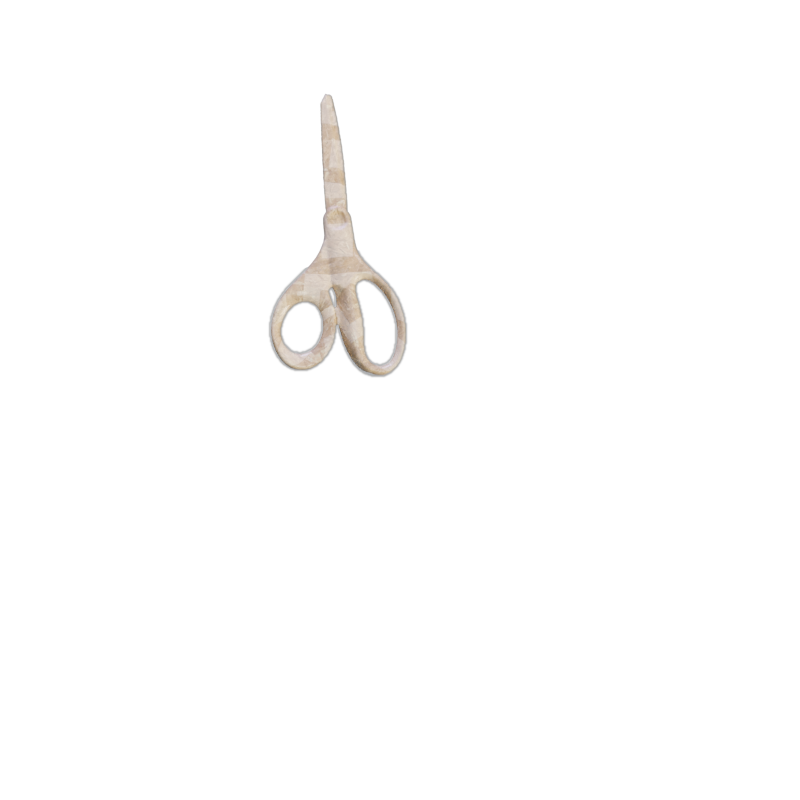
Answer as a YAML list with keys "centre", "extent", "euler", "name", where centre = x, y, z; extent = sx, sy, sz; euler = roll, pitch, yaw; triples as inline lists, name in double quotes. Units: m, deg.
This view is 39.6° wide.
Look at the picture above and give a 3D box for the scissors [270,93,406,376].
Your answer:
- centre: [-0.058, -0.105, 0.738]
  extent: [0.096, 0.212, 0.015]
  euler: [-19, -19, -7]
  name: "scissors"
